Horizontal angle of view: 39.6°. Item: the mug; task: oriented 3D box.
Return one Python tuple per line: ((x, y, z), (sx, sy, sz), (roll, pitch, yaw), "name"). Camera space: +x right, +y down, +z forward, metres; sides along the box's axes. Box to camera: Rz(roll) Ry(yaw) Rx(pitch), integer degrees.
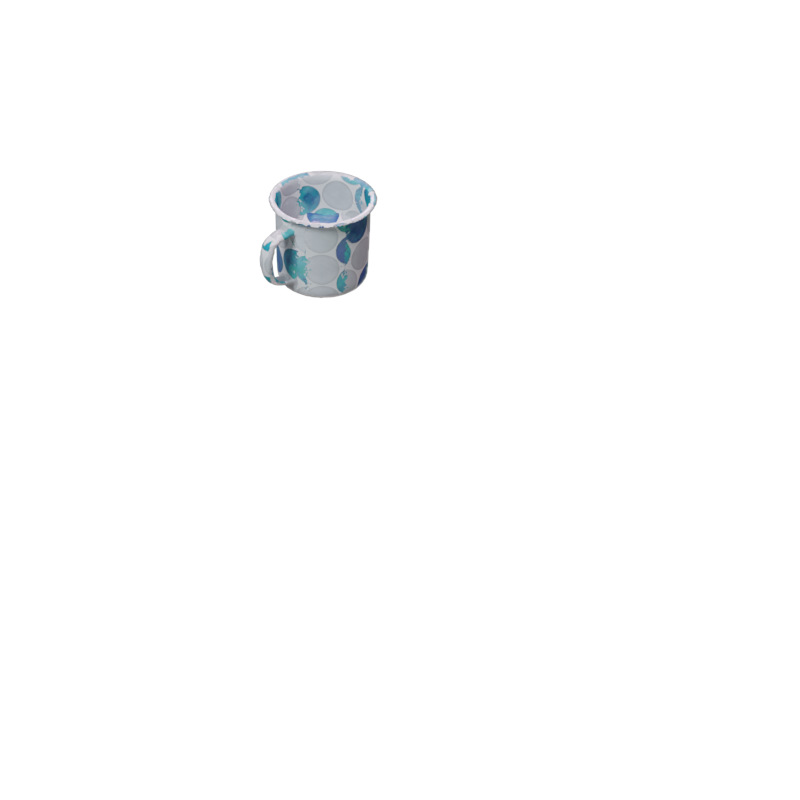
((-0.076, -0.138, 0.967), (0.099, 0.076, 0.118), (28, 45, 30), "mug")
